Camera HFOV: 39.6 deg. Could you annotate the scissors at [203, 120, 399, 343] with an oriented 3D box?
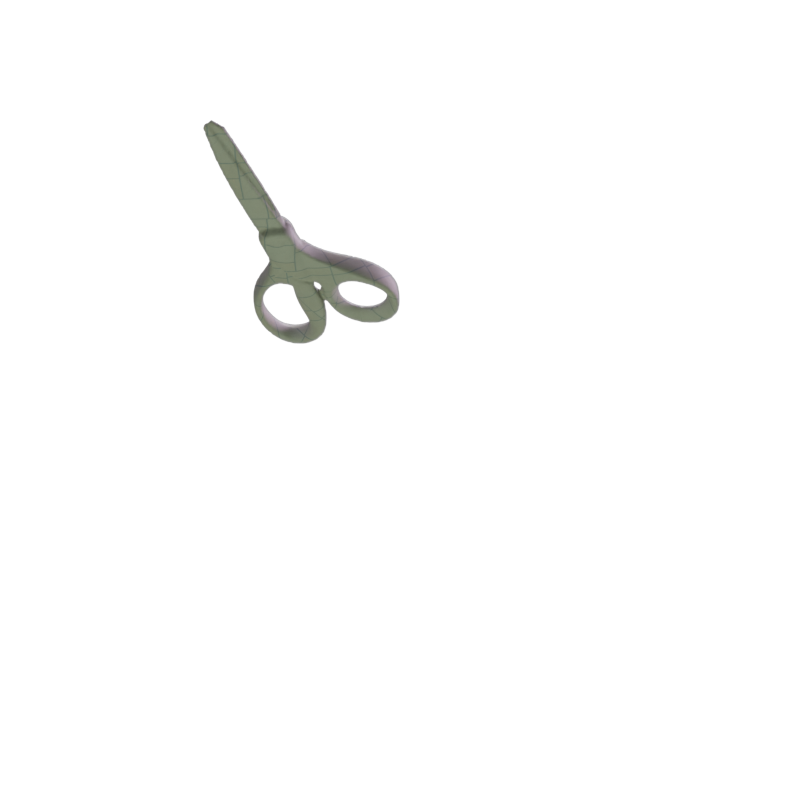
[{"bbox_3d":[-0.048,-0.087,0.612,0.096,0.017,0.189,0,-29,0],"label":"scissors"}]
